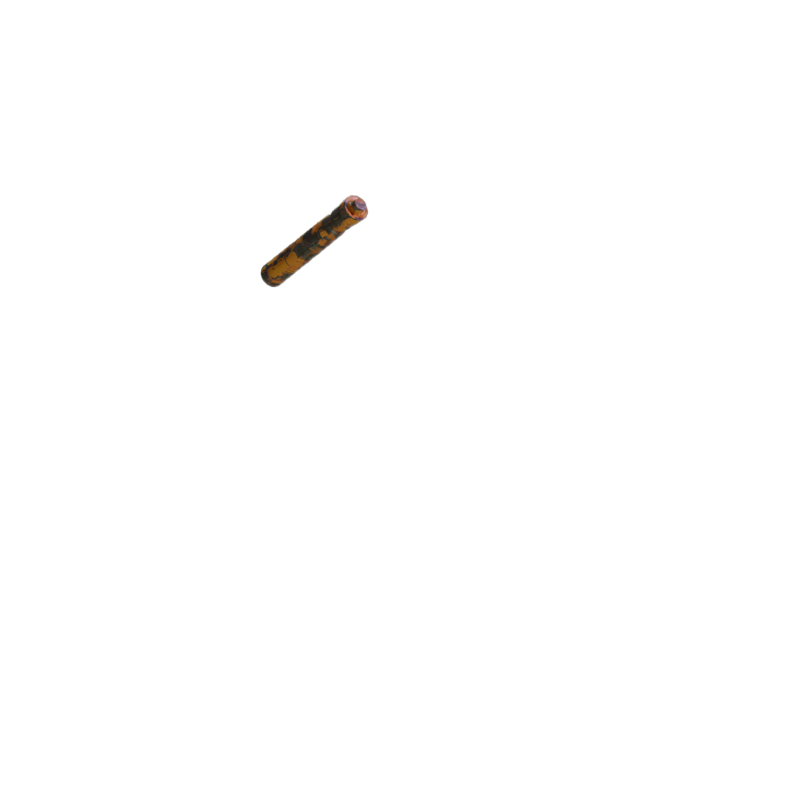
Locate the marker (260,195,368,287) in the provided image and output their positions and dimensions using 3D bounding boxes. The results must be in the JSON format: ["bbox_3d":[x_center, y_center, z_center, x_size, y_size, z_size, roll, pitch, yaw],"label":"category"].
[{"bbox_3d":[-0.060,-0.110,0.768,0.019,0.021,0.120,-2,-17,-38],"label":"marker"}]
